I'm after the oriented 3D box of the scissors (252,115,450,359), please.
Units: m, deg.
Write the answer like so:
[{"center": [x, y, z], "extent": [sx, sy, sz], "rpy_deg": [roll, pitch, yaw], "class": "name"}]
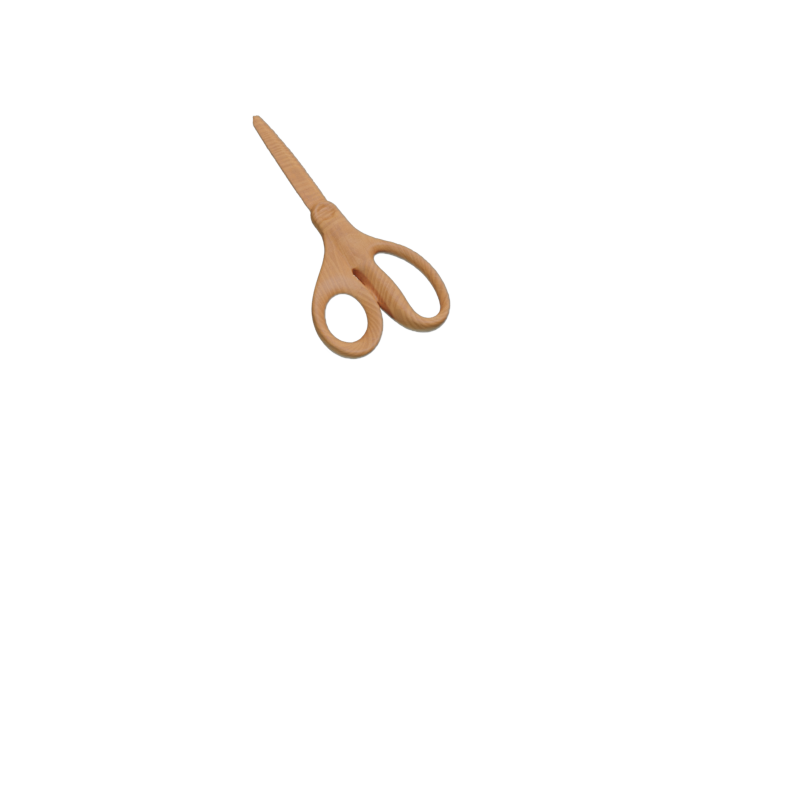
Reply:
[{"center": [-0.057, -0.105, 0.733], "extent": [0.211, 0.097, 0.015], "rpy_deg": [40, -21, 19], "class": "scissors"}]
